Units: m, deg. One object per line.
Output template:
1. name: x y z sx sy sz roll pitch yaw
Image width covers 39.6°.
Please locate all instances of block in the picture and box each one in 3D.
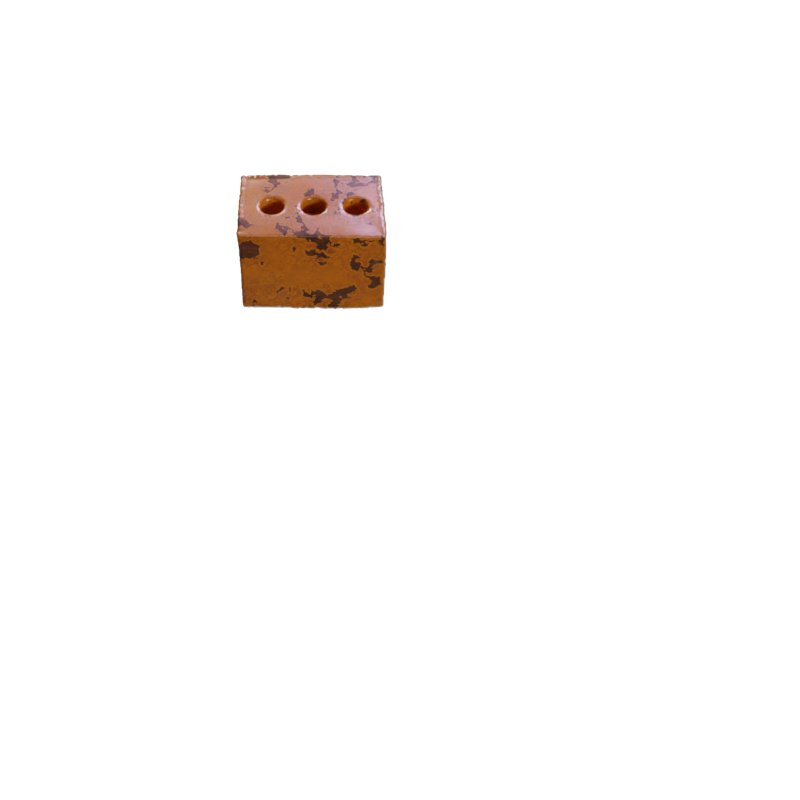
1. block: -0.046 -0.084 0.592 0.078 0.048 0.057 0 45 -2
